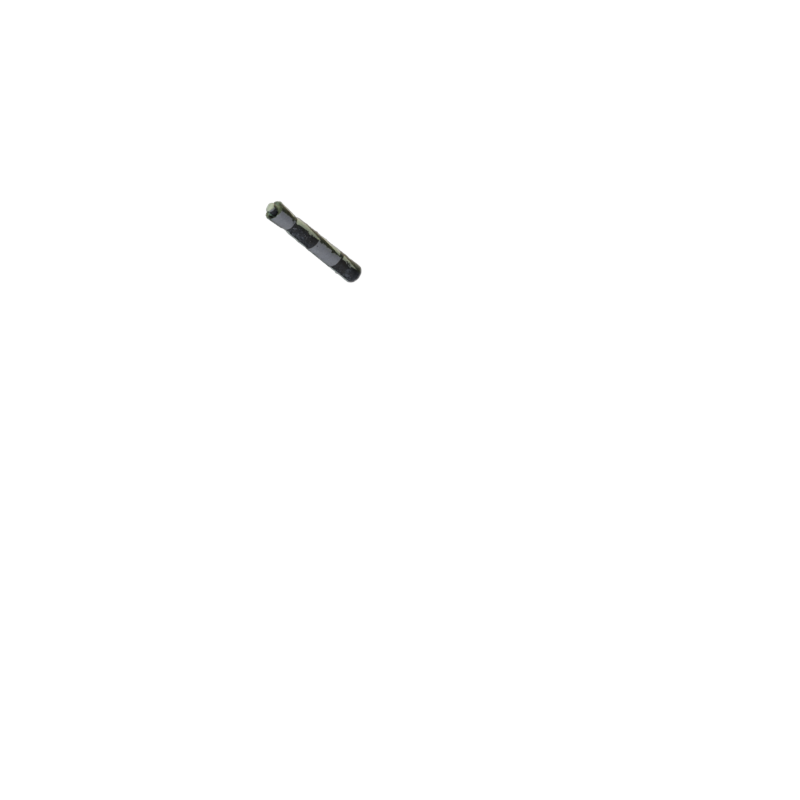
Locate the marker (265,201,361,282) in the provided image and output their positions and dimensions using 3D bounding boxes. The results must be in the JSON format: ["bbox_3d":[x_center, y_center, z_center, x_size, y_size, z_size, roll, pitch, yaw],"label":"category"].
[{"bbox_3d":[-0.077,-0.141,0.987,0.021,0.020,0.112,3,-24,45],"label":"marker"}]
